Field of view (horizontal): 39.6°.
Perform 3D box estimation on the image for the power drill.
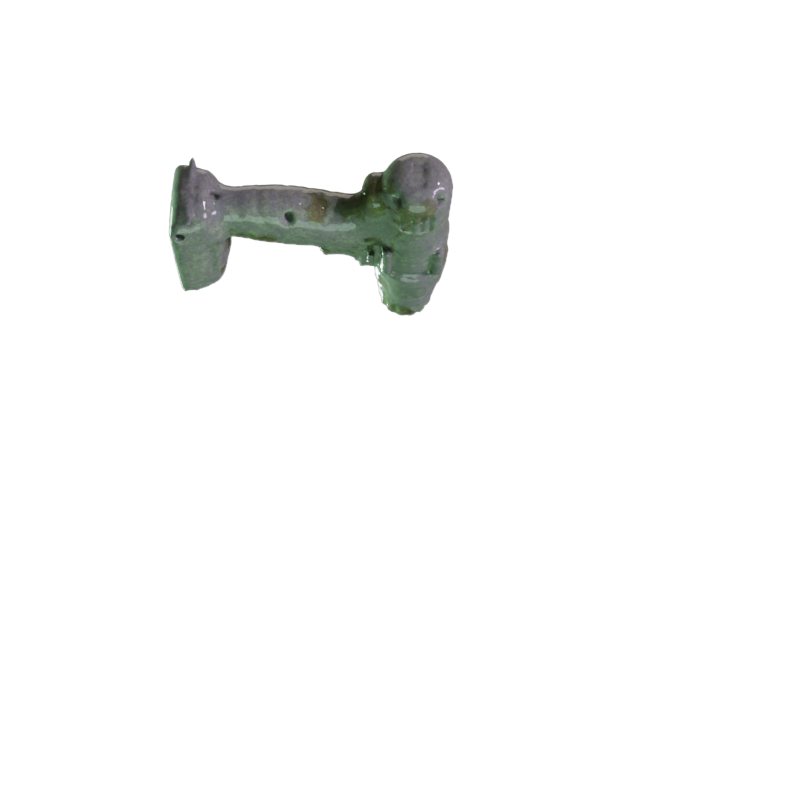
[{"bbox_3d":[-0.060,-0.110,0.768,0.187,0.061,0.174,0,-24,-1],"label":"power drill"}]
